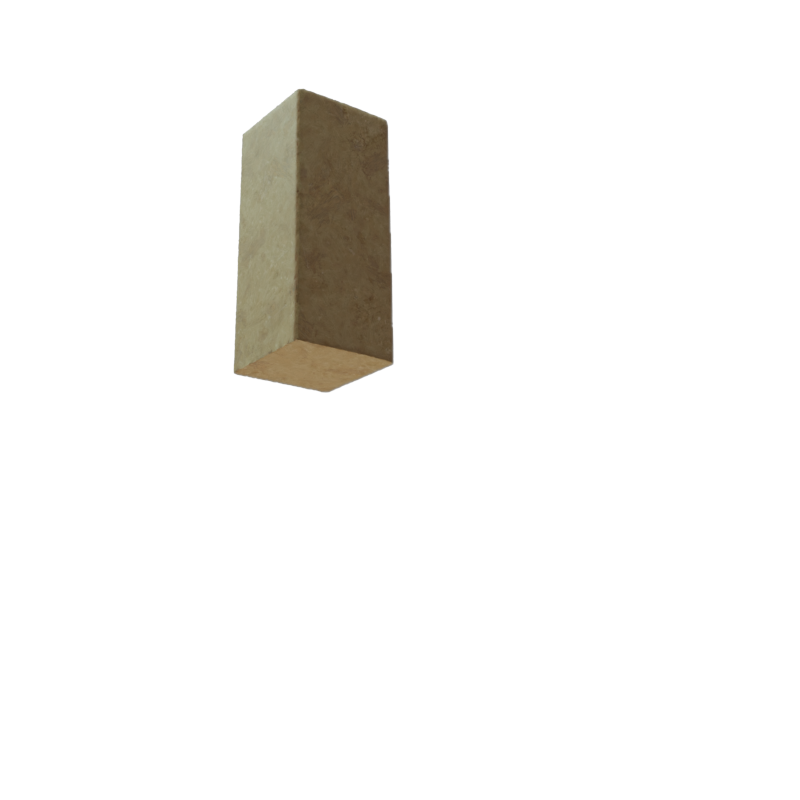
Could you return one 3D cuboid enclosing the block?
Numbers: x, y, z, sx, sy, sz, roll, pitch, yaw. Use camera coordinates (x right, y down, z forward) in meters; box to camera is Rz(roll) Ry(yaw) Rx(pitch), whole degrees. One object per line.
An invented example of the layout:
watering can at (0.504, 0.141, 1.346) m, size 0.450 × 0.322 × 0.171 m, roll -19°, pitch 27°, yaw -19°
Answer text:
block at (-0.067, -0.123, 0.861) m, size 0.086 × 0.217 × 0.091 m, roll 15°, pitch -28°, yaw -34°
